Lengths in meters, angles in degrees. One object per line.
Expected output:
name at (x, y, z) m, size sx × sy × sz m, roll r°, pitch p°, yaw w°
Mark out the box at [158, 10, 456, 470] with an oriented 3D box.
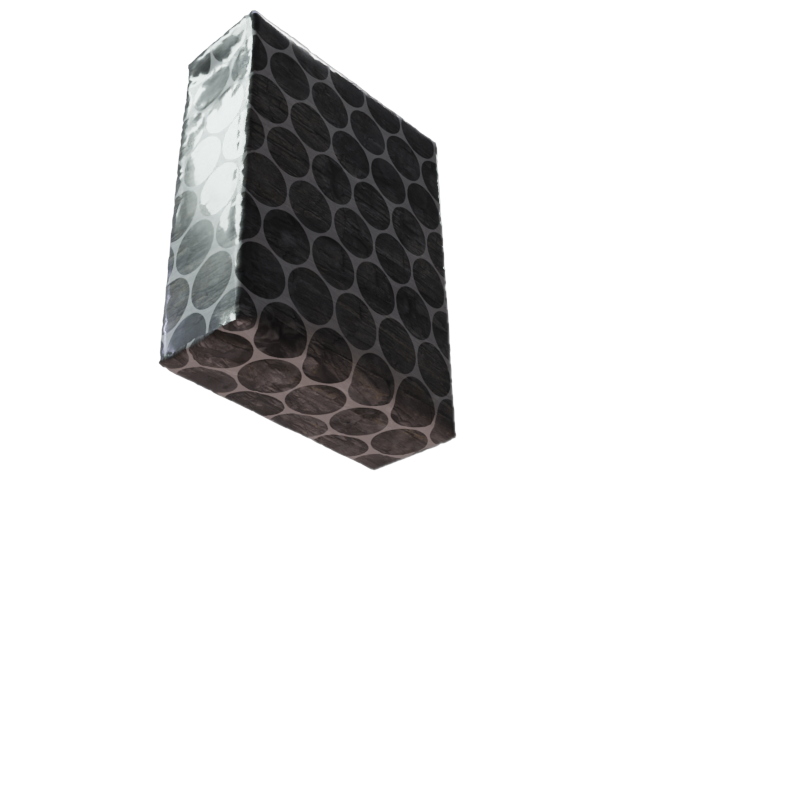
box at (-0.049, -0.090, 0.631) m, size 0.072 × 0.229 × 0.153 m, roll -30°, pitch -42°, yaw 34°
